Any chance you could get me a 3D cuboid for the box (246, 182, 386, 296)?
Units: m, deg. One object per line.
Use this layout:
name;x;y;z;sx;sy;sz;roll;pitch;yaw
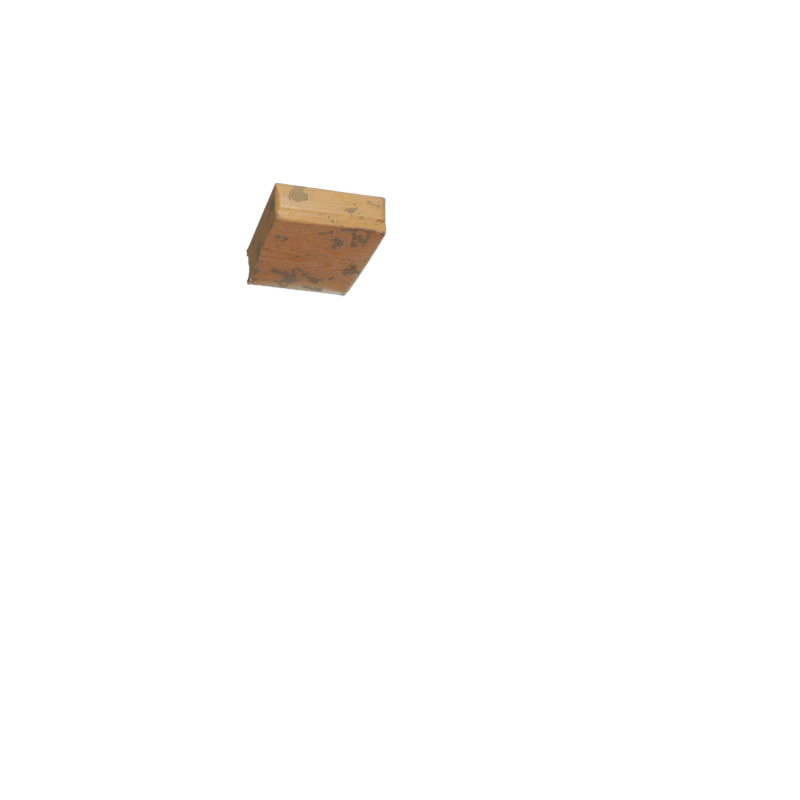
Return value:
box;-0.070;-0.128;0.894;0.088;0.041;0.109;8;-27;-16
